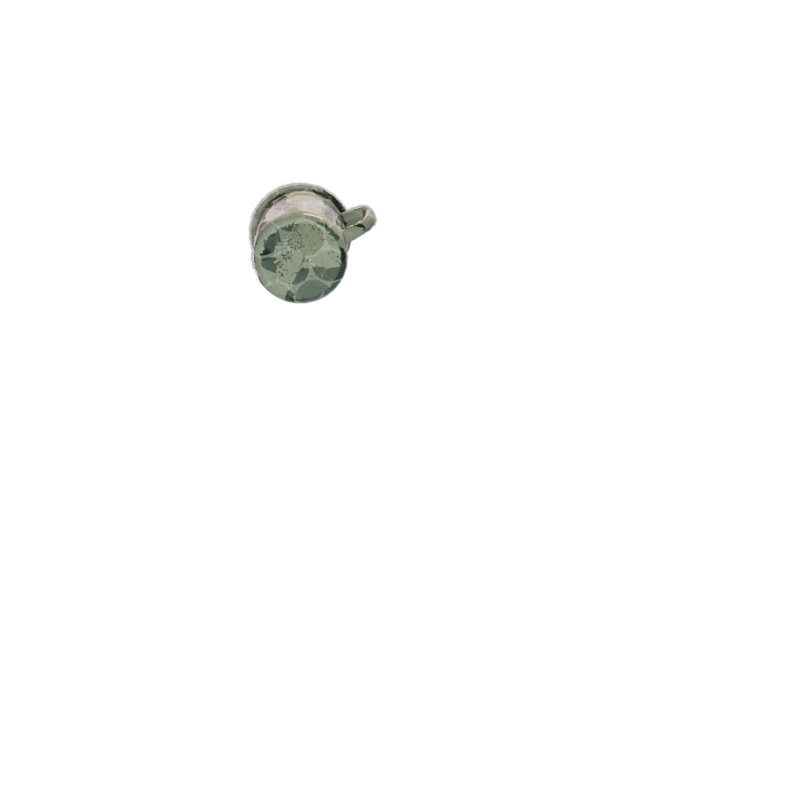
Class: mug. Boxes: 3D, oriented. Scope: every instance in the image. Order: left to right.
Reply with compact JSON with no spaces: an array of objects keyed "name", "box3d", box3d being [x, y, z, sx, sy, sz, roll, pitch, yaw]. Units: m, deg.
[{"name":"mug","box3d":[-0.076,-0.139,0.972,0.117,0.089,0.085,-19,21,5]}]
